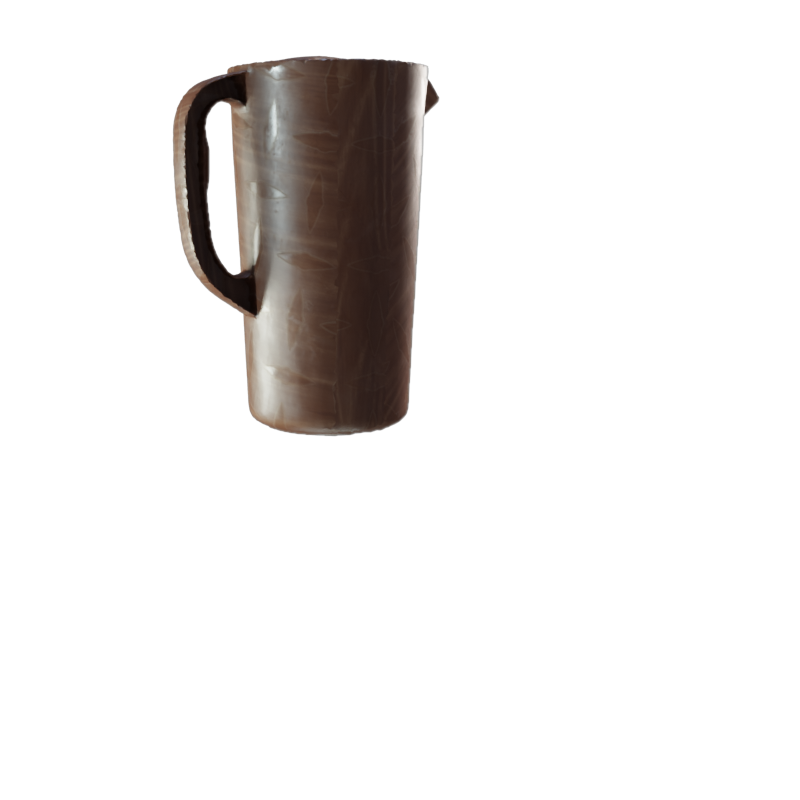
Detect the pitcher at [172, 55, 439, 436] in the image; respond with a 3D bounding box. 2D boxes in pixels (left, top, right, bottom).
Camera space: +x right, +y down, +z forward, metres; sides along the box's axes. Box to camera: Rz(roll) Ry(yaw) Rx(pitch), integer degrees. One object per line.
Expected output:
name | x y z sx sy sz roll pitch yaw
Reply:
pitcher | -0.058 -0.105 0.735 0.152 0.241 0.144 2 5 14
